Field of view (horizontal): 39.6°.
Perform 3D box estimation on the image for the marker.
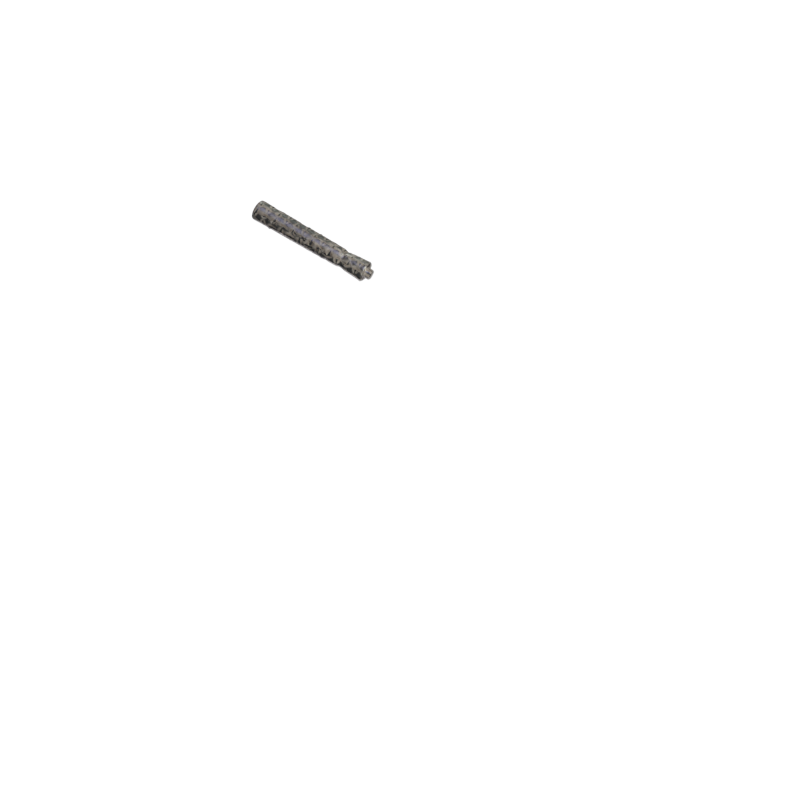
[{"bbox_3d":[-0.076,-0.138,0.970,0.126,0.019,0.019,32,13,17],"label":"marker"}]
